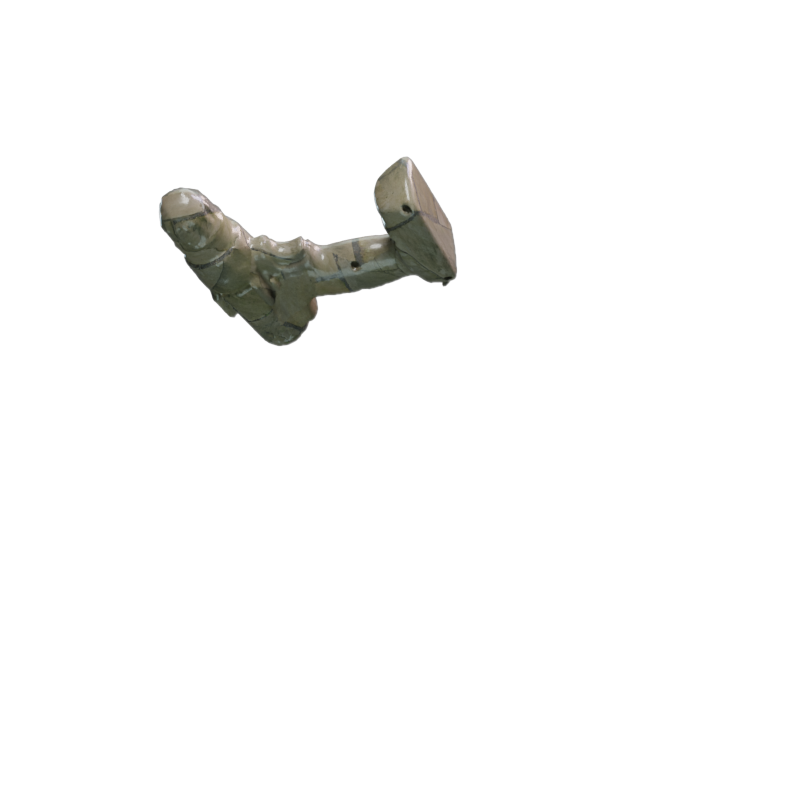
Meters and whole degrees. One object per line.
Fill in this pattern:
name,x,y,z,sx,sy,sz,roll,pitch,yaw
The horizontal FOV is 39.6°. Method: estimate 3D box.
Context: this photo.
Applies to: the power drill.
power drill,-0.065,-0.119,0.831,0.190,0.061,0.170,-14,-34,21
